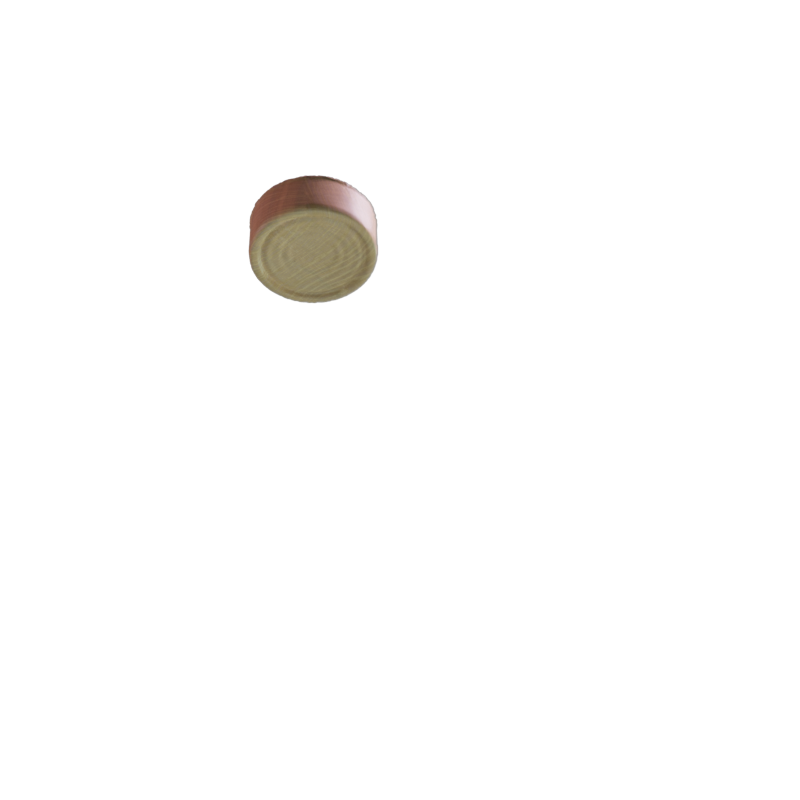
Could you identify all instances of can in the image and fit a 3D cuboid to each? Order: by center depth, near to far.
[{"bbox_3d":[-0.057,-0.104,0.731,0.086,0.036,0.080,1,-45,-1],"label":"can"}]
